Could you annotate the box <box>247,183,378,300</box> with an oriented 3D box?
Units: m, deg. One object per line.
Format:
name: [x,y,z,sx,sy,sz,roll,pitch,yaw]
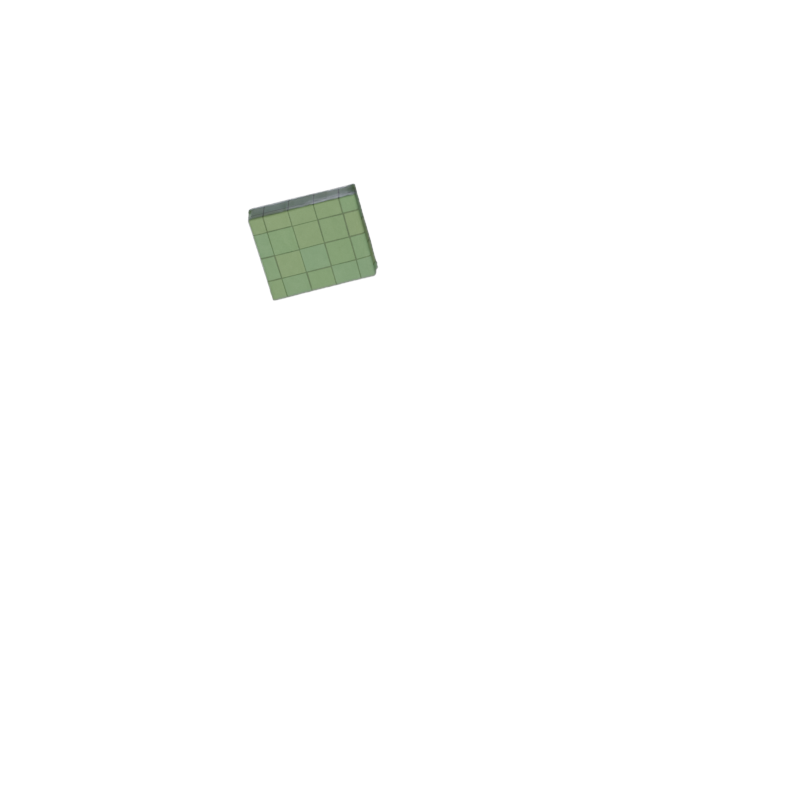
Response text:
box: [-0.069,-0.126,0.885,0.089,0.069,0.032,-14,25,6]
